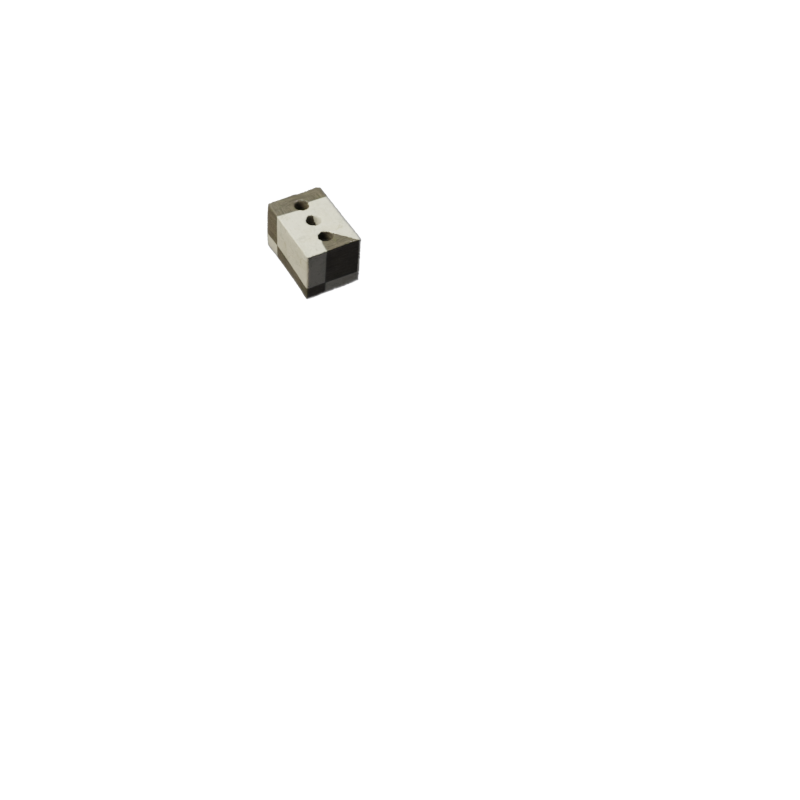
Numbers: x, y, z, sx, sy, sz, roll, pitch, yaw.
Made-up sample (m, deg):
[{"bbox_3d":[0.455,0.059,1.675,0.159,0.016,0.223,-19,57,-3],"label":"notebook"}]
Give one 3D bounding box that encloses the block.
[{"bbox_3d":[-0.074,-0.136,0.951,0.052,0.048,0.084,-21,51,-20],"label":"block"}]
